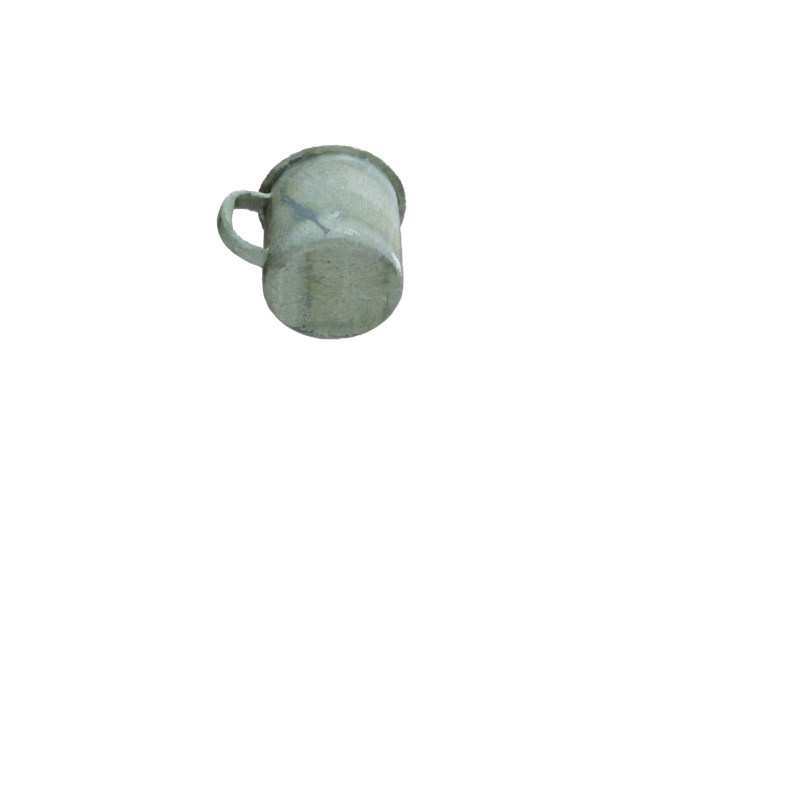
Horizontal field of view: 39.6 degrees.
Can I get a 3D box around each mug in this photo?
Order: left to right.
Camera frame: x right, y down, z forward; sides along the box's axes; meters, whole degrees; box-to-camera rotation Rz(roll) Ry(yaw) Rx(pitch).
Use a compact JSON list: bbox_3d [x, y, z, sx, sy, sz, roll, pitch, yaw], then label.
[{"bbox_3d":[-0.051,-0.094,0.656,0.114,0.087,0.089,15,-49,-16],"label":"mug"}]
